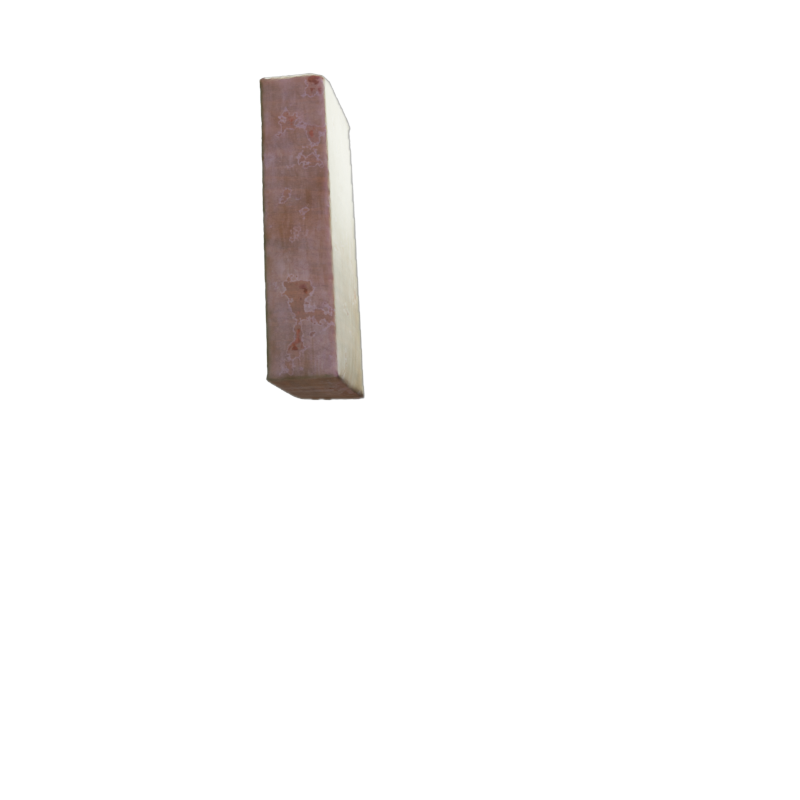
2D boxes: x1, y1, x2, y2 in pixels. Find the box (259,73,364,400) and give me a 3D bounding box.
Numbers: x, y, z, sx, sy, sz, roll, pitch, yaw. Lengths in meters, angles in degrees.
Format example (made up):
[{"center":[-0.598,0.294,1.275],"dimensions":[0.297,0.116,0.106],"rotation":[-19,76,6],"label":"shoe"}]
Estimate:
[{"center":[-0.050,-0.093,0.648],"dimensions":[0.048,0.182,0.089],"rotation":[-3,-13,8],"label":"box"}]
